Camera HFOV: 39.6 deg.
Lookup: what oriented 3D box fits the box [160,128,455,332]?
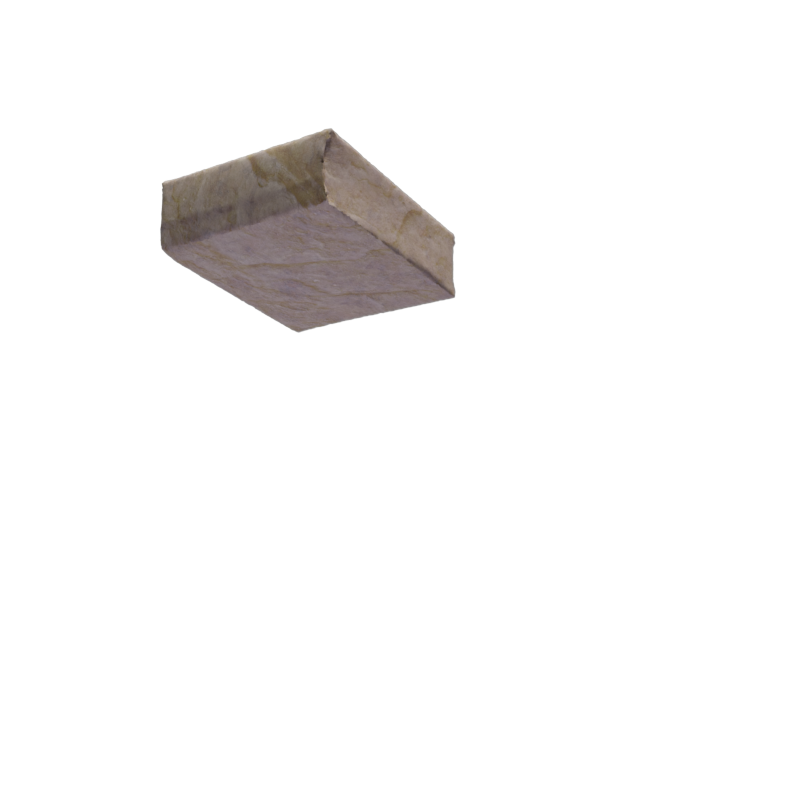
[{"bbox_3d":[-0.039,-0.071,0.498,0.091,0.041,0.106,-12,-22,29],"label":"box"}]
